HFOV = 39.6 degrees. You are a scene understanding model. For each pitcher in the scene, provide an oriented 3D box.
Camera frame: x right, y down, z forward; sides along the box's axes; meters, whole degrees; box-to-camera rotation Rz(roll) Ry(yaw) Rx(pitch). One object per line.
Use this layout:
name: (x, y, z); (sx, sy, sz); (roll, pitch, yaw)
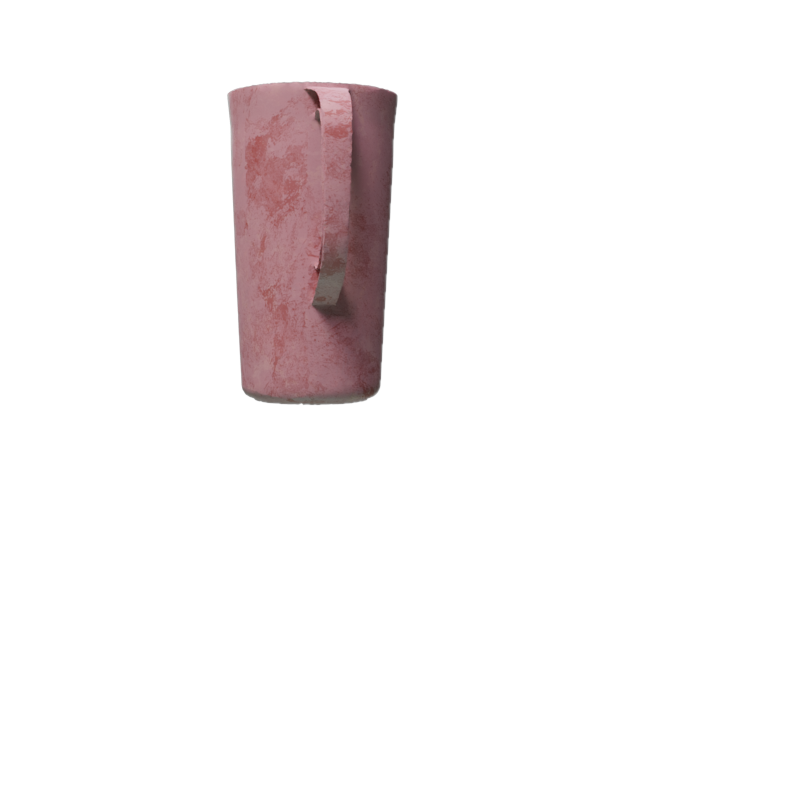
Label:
pitcher: (-0.067, -0.122, 0.851); (0.150, 0.244, 0.144); (0, 0, 32)
